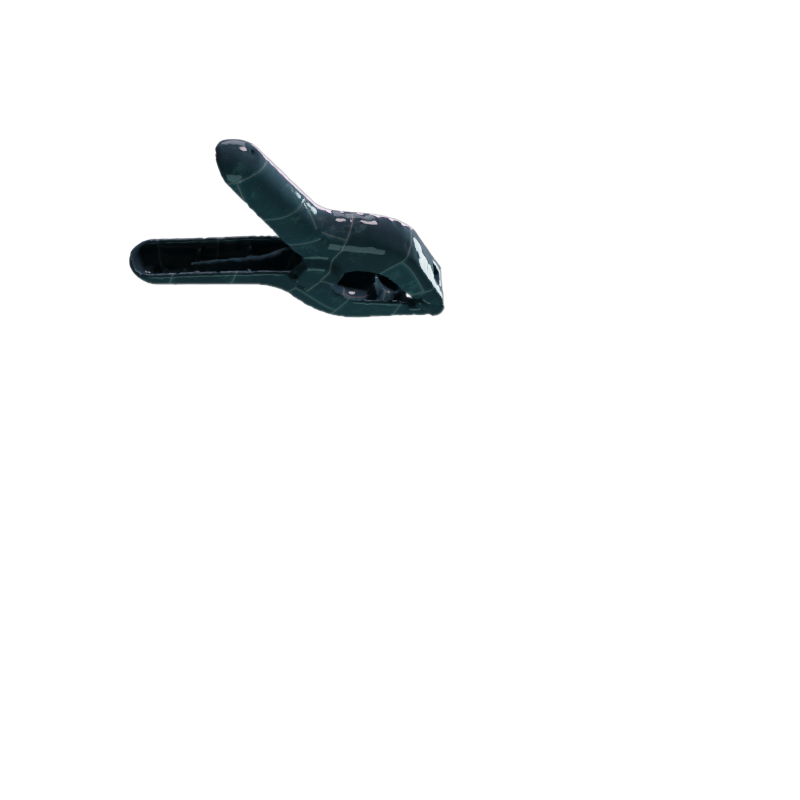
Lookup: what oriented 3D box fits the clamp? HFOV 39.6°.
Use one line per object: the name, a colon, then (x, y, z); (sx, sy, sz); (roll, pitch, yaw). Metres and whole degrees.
clamp: (-0.045, -0.082, 0.578); (0.166, 0.041, 0.118); (8, -22, -21)
